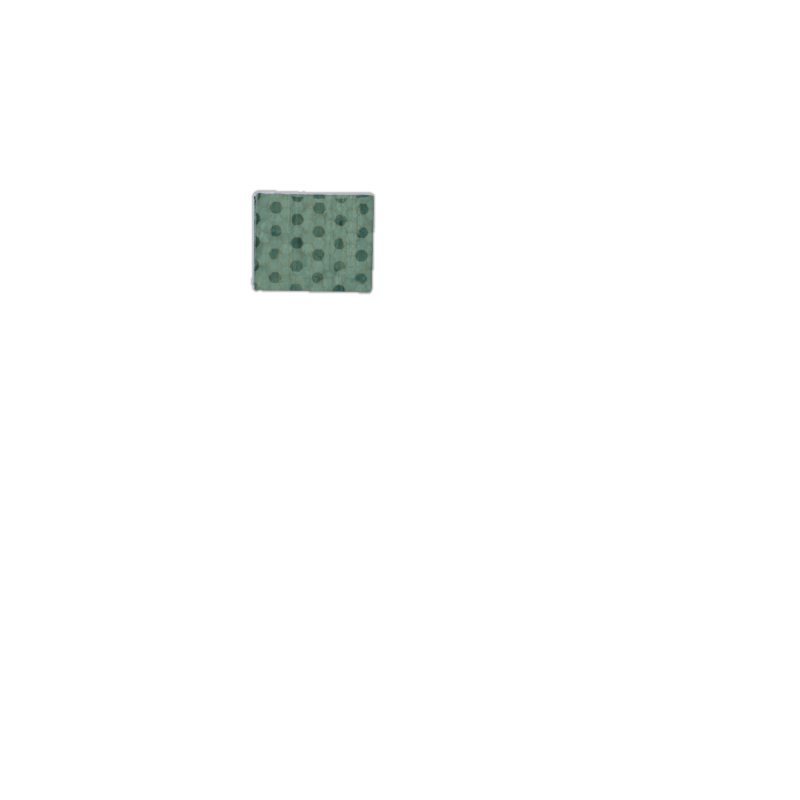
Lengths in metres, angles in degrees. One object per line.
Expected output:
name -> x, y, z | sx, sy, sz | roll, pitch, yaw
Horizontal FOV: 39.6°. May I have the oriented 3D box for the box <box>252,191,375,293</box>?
box -> -0.064, -0.117, 0.820 | 0.089, 0.072, 0.030 | 1, 5, -1
